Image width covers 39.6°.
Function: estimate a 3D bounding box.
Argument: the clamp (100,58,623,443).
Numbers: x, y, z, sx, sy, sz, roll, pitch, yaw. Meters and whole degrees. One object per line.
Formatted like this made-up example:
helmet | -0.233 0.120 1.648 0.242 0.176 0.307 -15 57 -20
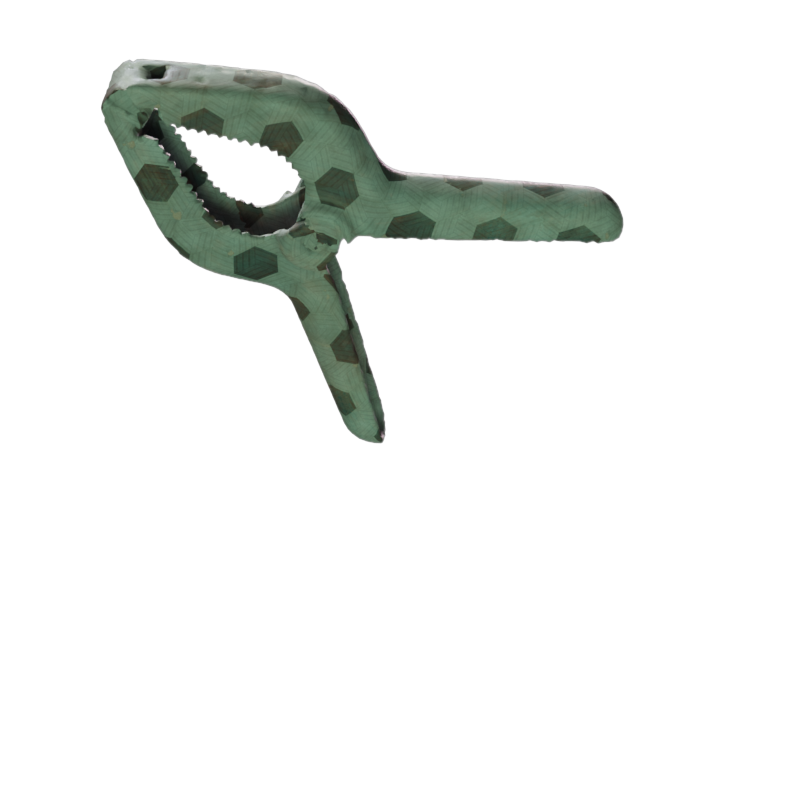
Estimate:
clamp | -0.037 -0.067 0.467 0.202 0.160 0.039 27 32 -19
